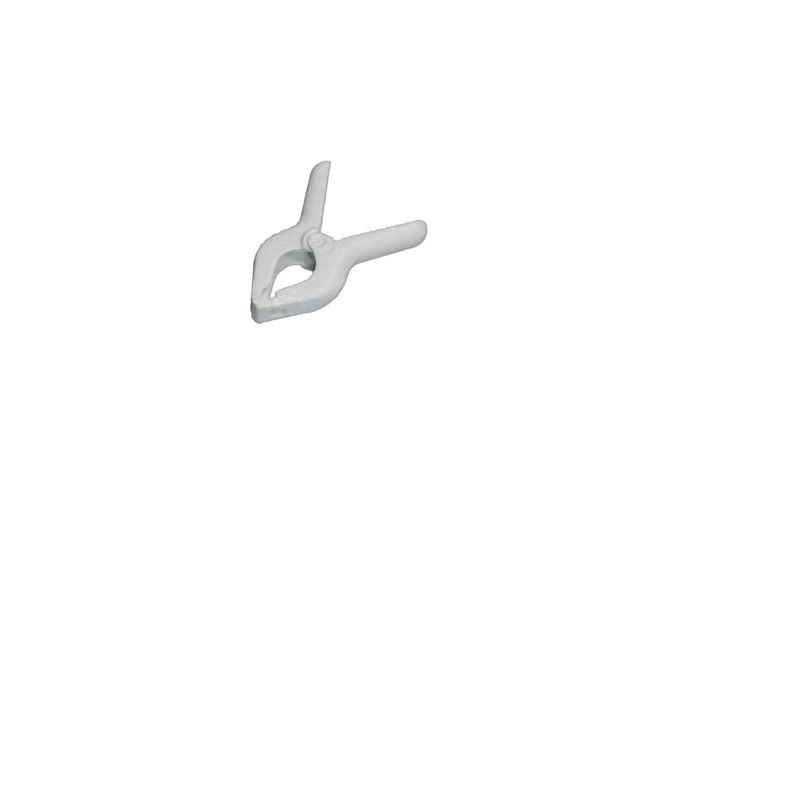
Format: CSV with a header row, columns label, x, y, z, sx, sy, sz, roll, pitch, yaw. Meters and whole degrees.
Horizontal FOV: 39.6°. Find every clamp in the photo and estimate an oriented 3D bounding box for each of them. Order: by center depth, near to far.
label,x,y,z,sx,sy,sz,roll,pitch,yaw
clamp,-0.074,-0.135,0.946,0.173,0.036,0.128,-37,60,-26
